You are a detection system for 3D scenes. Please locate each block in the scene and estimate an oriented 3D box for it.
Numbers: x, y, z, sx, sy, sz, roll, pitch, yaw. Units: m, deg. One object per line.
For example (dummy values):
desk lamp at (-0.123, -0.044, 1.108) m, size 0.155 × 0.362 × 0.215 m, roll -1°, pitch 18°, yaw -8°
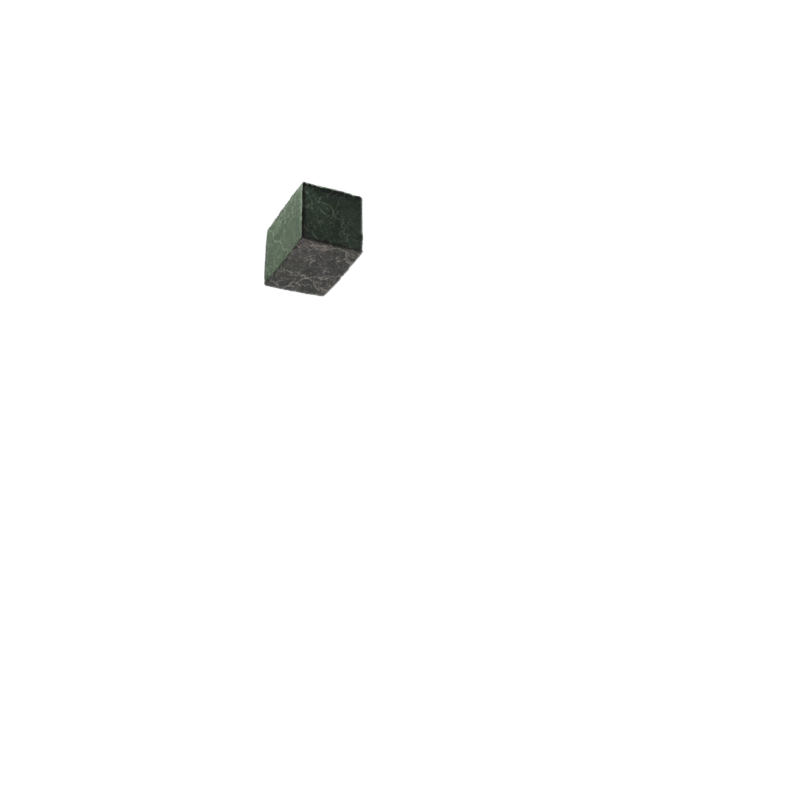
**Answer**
block at (-0.068, -0.123, 0.863) m, size 0.051 × 0.054 × 0.076 m, roll 12°, pitch -30°, yaw -24°
